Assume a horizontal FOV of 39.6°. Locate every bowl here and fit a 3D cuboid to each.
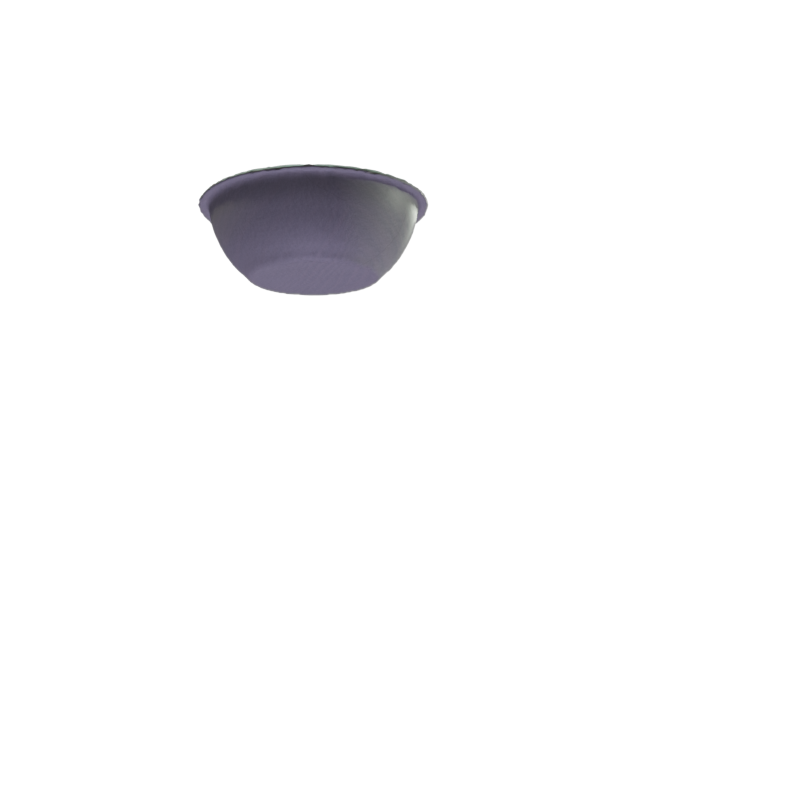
[{"bbox_3d":[-0.061,-0.111,0.777,0.162,0.057,0.157,0,-11,-2],"label":"bowl"}]
